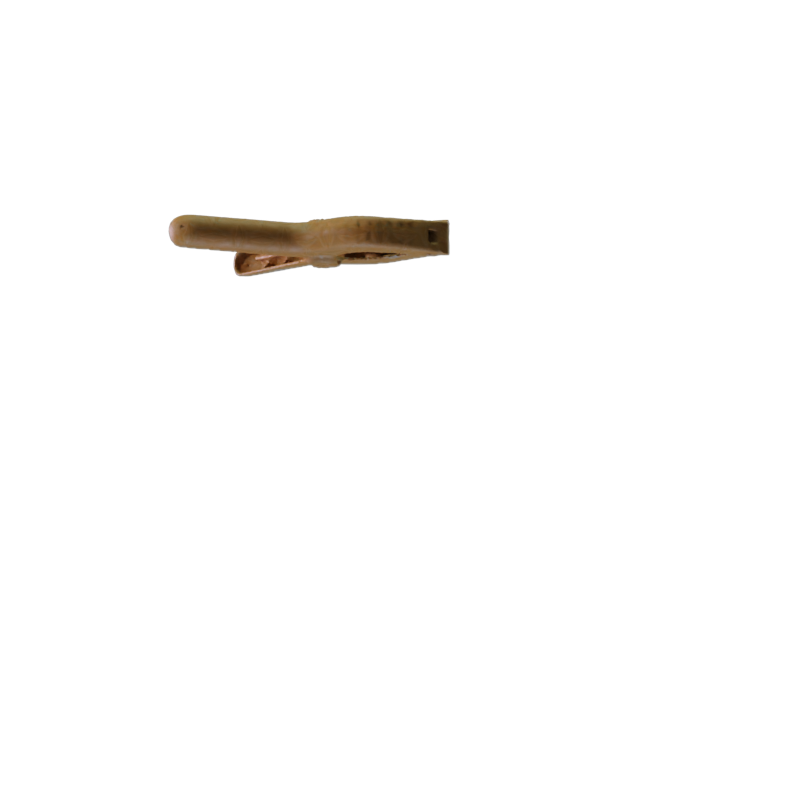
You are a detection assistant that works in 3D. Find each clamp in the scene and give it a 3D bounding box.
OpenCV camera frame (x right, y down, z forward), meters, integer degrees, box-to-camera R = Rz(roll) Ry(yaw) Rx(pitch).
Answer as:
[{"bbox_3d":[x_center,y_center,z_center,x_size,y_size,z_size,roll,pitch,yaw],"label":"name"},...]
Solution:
[{"bbox_3d":[-0.069,-0.125,0.876,0.215,0.037,0.158,-1,-2,20],"label":"clamp"}]
